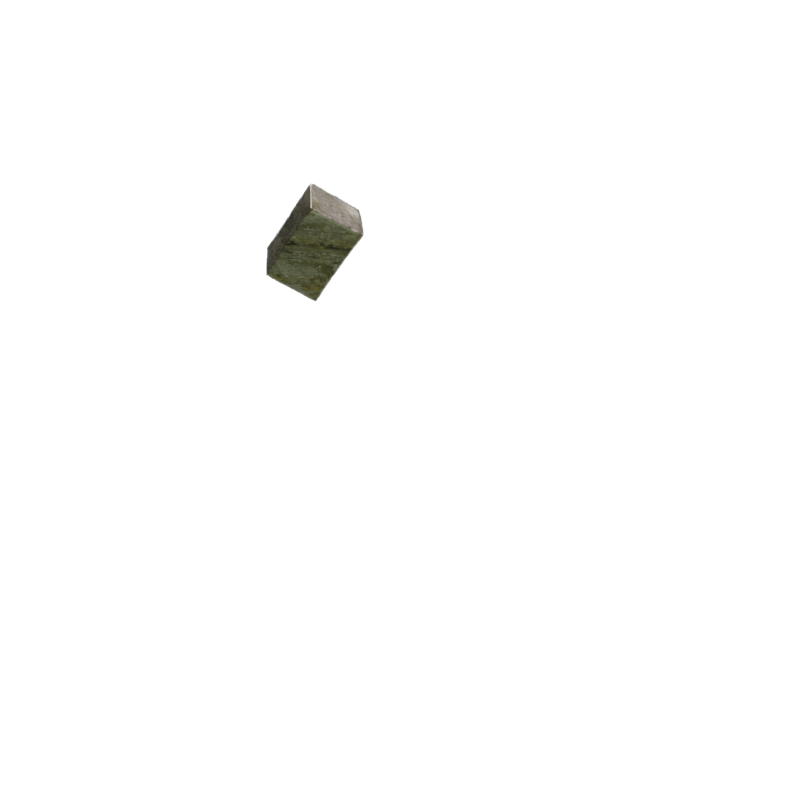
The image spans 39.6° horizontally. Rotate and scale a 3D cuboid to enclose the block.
[{"bbox_3d":[-0.075,-0.136,0.955,0.051,0.076,0.055,29,27,-19],"label":"block"}]
